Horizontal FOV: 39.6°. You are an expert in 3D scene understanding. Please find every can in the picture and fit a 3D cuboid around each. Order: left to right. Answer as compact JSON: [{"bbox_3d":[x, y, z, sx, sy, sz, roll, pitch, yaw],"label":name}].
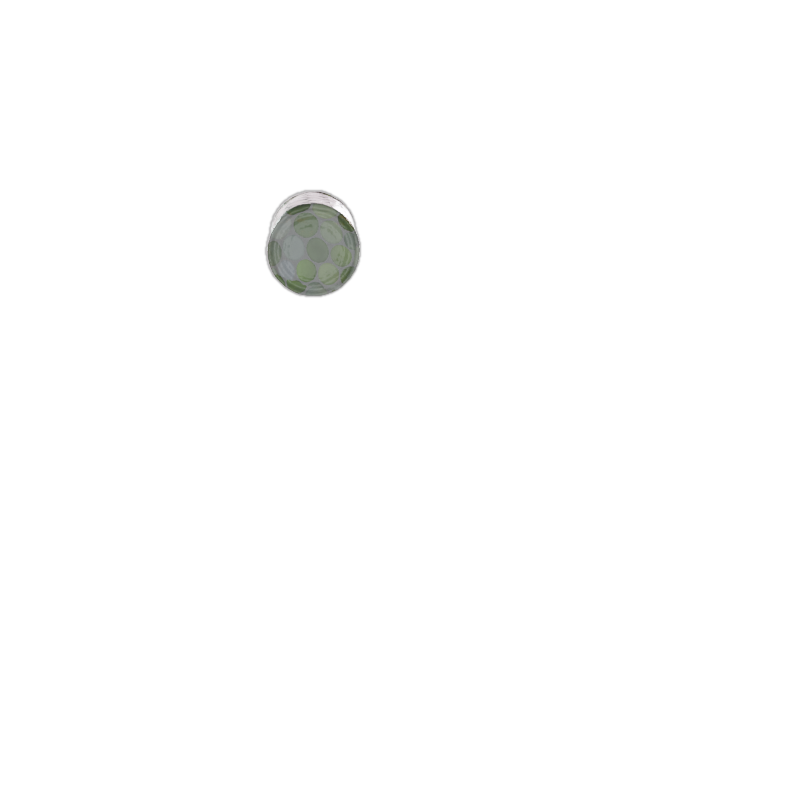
[{"bbox_3d":[-0.065,-0.118,0.825,0.068,0.067,0.105,0,13,-3],"label":"can"}]
